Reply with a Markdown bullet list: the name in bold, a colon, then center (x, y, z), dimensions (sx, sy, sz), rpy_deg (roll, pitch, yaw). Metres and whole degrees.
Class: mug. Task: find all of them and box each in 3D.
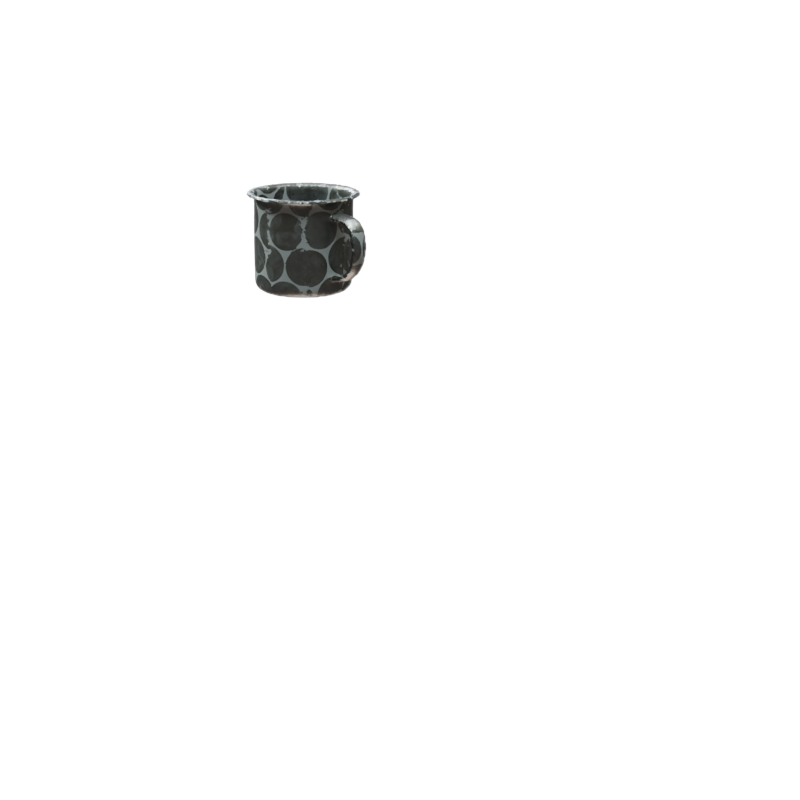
- **mug**: center (-0.072, -0.131, 0.914), dimensions (0.124, 0.079, 0.091), rpy_deg (17, 23, 42)
